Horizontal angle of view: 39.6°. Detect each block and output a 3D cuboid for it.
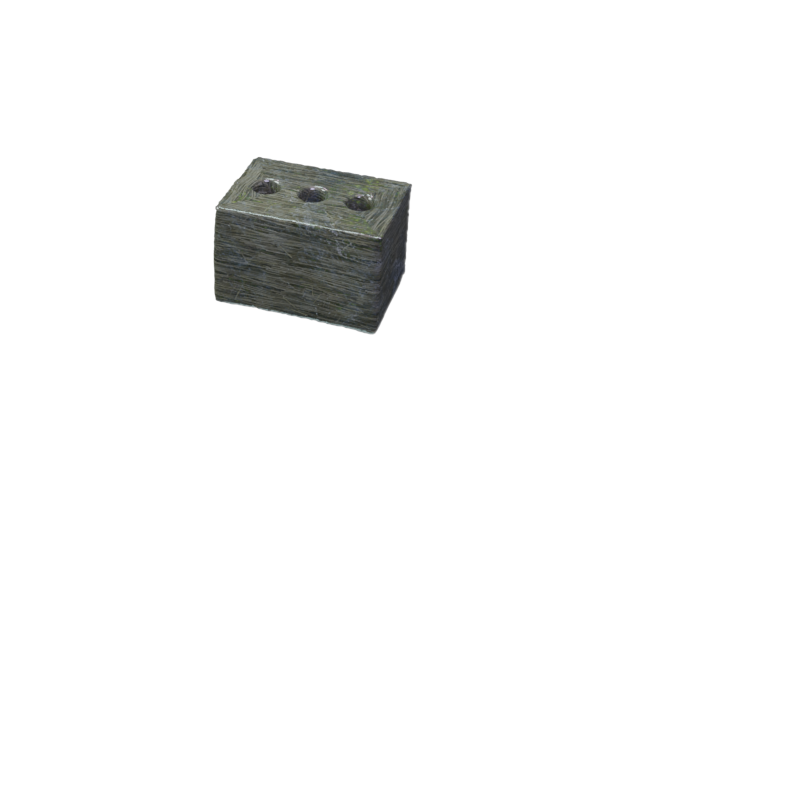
[{"bbox_3d":[-0.039,-0.072,0.501,0.080,0.048,0.055,12,38,14],"label":"block"}]
